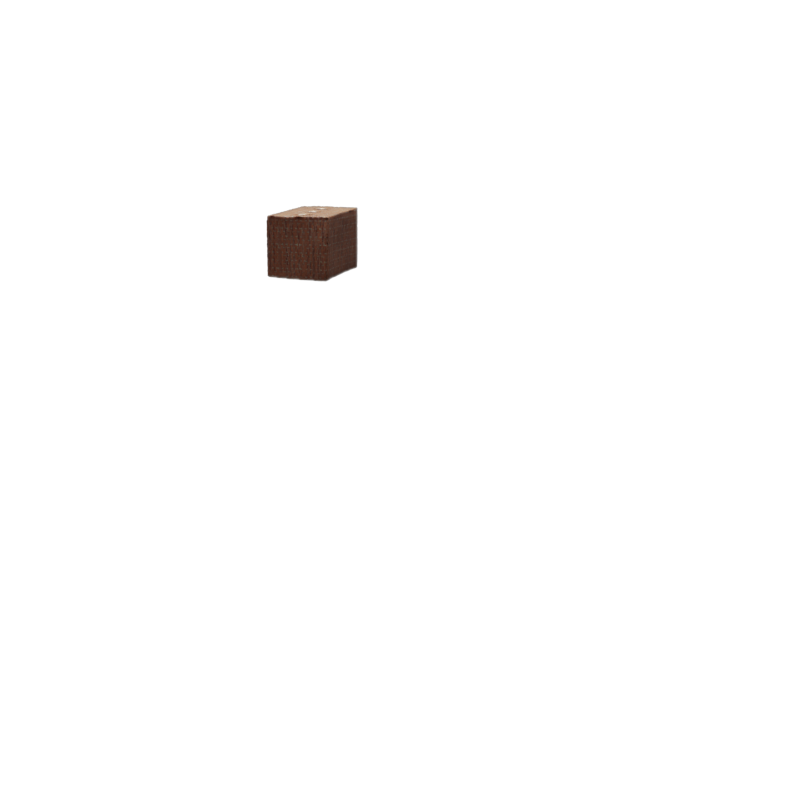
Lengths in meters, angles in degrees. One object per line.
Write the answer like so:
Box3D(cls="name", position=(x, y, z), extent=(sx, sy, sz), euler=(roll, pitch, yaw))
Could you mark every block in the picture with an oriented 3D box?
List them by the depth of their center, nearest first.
Box3D(cls="block", position=(-0.071, -0.129, 0.903), extent=(0.054, 0.050, 0.078), euler=(4, 14, 17))
